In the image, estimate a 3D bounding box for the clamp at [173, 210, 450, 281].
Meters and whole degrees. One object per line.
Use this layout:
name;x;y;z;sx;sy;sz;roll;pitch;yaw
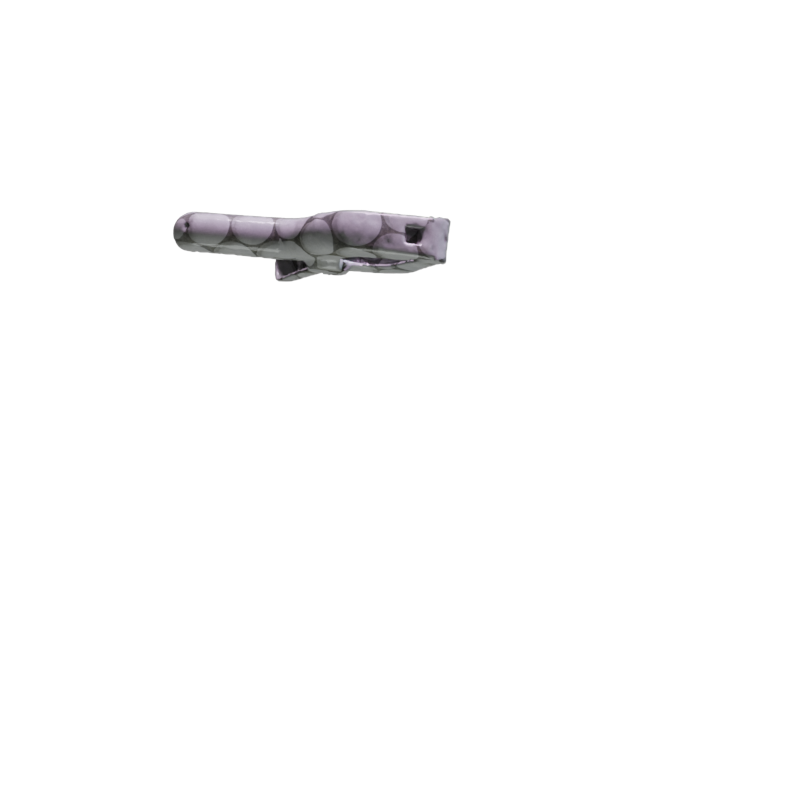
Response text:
clamp;-0.054;-0.098;0.688;0.177;0.040;0.115;-1;-2;42
